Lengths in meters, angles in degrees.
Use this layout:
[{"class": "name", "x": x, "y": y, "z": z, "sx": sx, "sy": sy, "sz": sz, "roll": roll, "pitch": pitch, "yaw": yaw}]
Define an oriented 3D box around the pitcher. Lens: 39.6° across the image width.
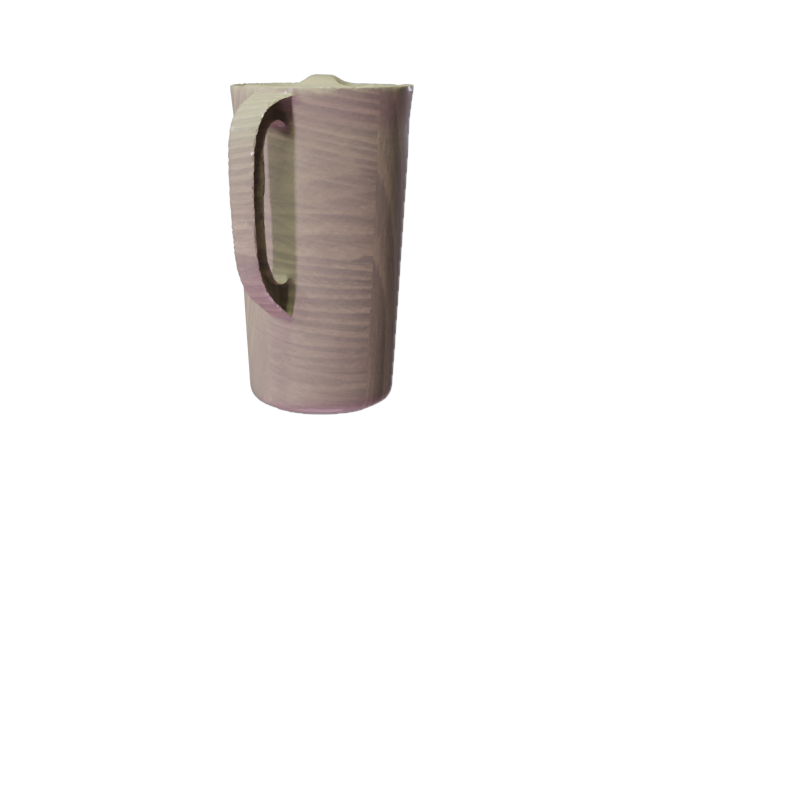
[{"class": "pitcher", "x": -0.064, "y": -0.116, "z": 0.815, "sx": 0.146, "sy": 0.237, "sz": 0.152, "roll": -3, "pitch": 12, "yaw": -18}]
